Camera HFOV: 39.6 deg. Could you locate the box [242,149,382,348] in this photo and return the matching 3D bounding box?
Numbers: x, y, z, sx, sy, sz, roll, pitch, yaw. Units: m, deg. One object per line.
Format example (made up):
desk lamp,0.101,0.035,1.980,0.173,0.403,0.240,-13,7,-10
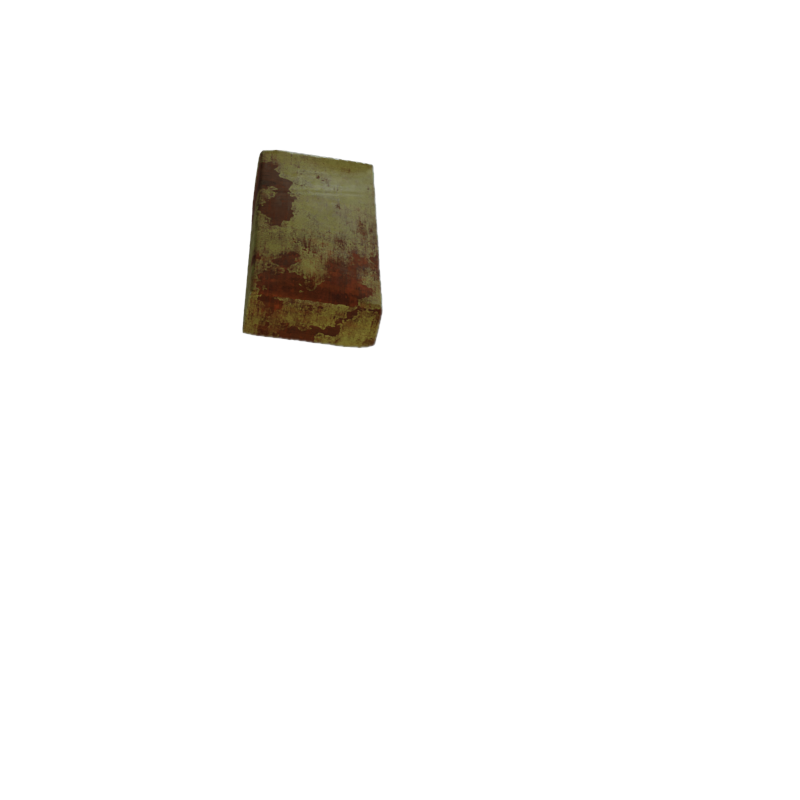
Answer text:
box,-0.064,-0.116,0.813,0.092,0.045,0.189,6,44,-9
